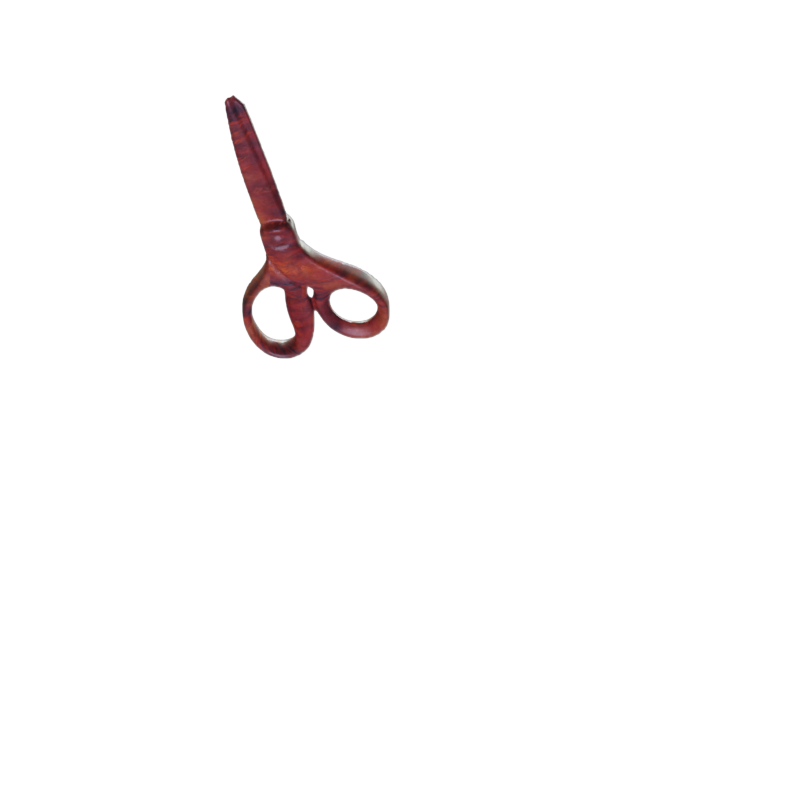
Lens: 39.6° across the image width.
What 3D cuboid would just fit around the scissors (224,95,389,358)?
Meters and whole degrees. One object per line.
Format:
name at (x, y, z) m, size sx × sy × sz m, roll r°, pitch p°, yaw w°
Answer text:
scissors at (-0.048, -0.087, 0.609) m, size 0.096 × 0.017 × 0.189 m, roll 4°, pitch -38°, yaw -5°
